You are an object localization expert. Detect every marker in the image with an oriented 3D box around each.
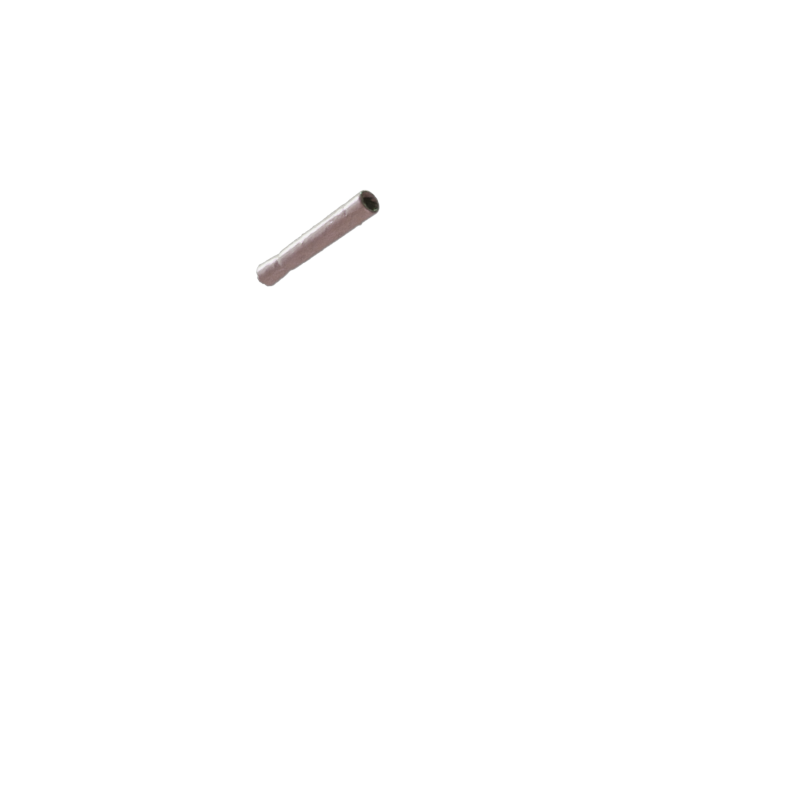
[{"bbox_3d":[-0.062,-0.113,0.790,0.120,0.021,0.019,-28,-16,39],"label":"marker"}]
